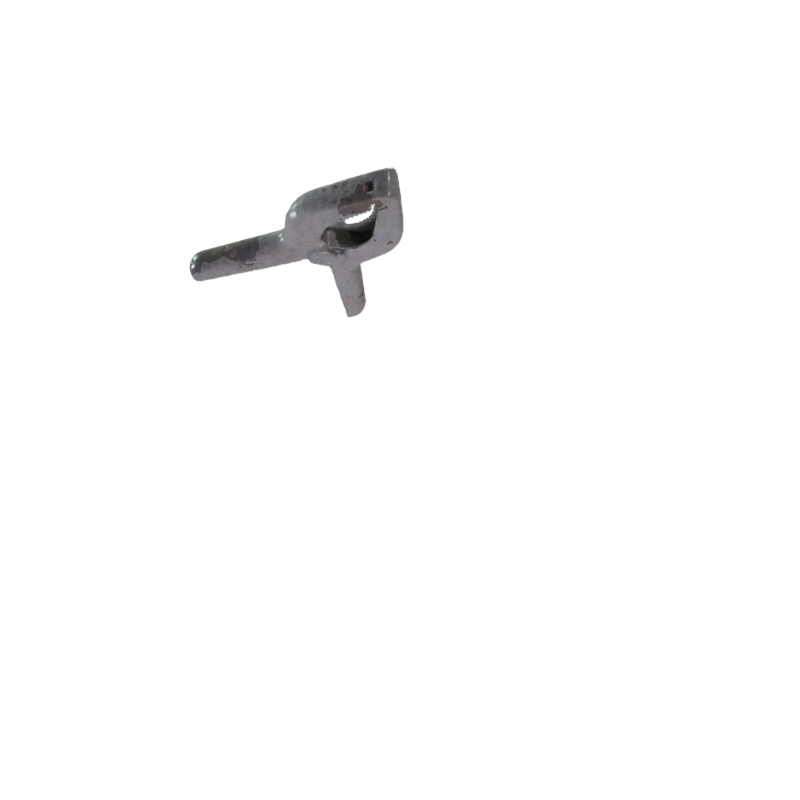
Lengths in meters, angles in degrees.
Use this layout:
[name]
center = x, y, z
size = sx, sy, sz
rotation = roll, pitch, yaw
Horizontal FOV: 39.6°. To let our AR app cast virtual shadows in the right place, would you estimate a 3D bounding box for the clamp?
[clamp]
center = -0.070, -0.128, 0.894
size = 0.159, 0.038, 0.205
rotation = 9, -24, -21
